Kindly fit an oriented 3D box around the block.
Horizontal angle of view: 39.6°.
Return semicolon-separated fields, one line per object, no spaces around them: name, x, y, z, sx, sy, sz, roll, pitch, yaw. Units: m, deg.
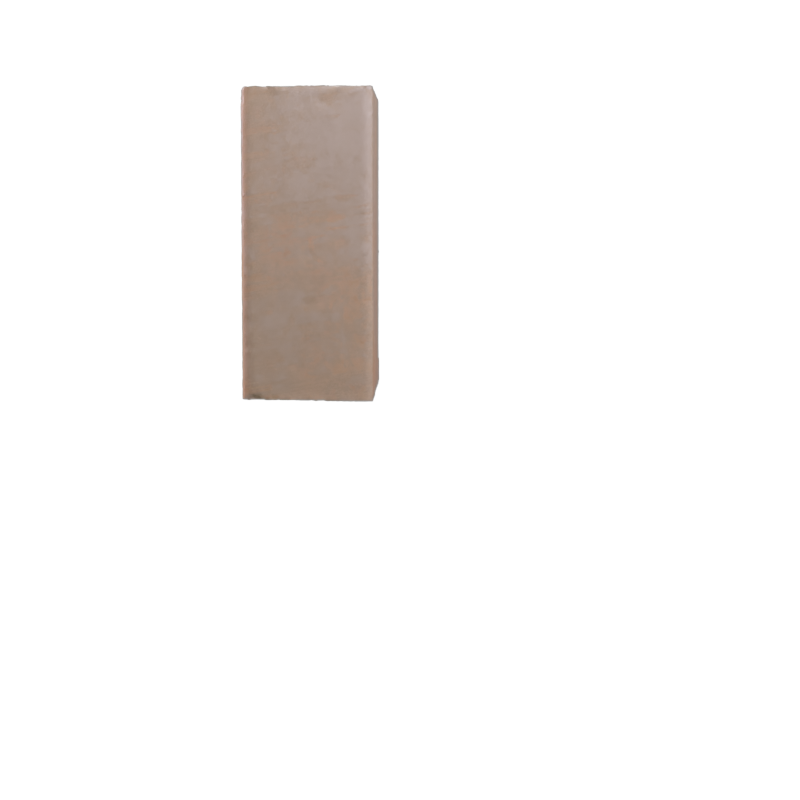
block;-0.061;-0.110;0.768;0.091;0.205;0.091;0;3;3
